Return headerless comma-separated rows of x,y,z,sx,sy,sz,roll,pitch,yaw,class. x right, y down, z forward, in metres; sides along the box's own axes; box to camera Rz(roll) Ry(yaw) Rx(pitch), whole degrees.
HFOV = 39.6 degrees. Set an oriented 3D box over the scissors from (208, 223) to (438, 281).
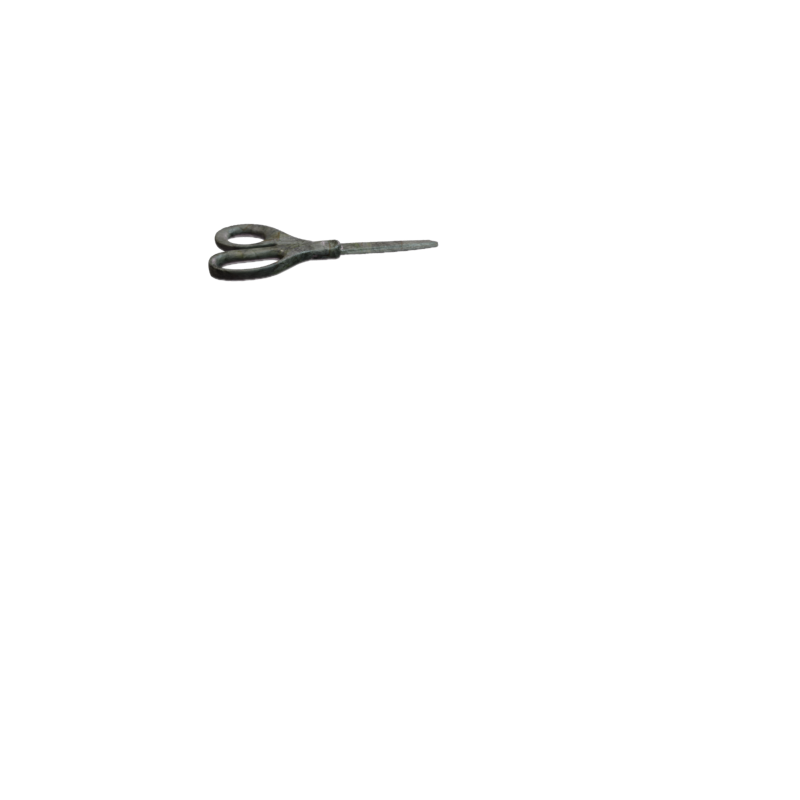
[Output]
-0.077,-0.141,0.985,0.199,0.015,0.104,-14,36,-19,scissors
